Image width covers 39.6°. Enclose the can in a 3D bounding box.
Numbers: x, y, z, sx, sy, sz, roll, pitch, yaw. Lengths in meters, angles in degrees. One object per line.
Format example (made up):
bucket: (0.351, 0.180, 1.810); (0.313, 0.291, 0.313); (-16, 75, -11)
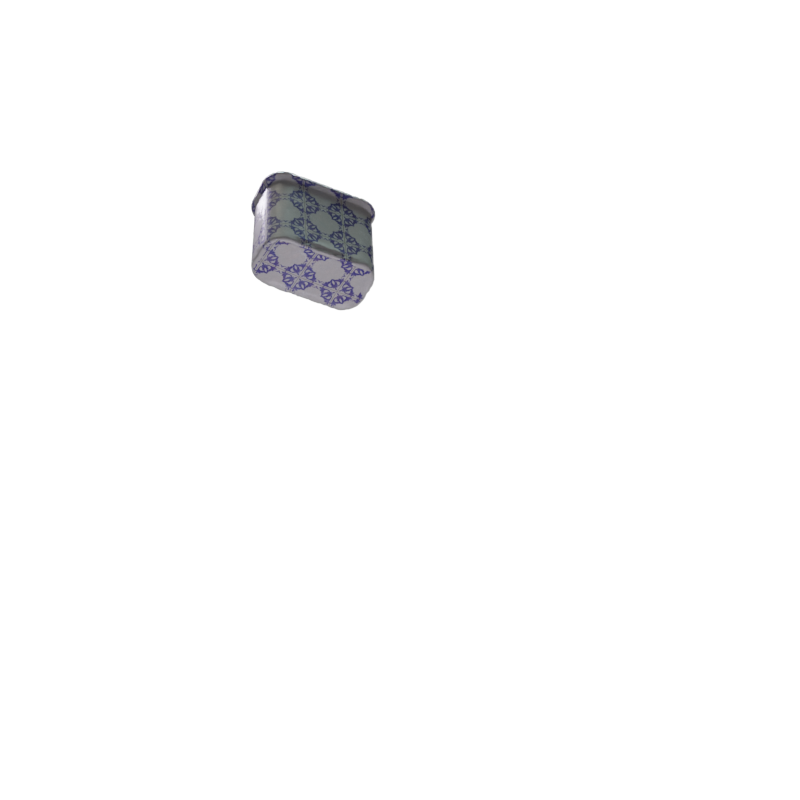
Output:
can: (-0.070, -0.129, 0.901); (0.099, 0.090, 0.055); (18, -49, -18)
